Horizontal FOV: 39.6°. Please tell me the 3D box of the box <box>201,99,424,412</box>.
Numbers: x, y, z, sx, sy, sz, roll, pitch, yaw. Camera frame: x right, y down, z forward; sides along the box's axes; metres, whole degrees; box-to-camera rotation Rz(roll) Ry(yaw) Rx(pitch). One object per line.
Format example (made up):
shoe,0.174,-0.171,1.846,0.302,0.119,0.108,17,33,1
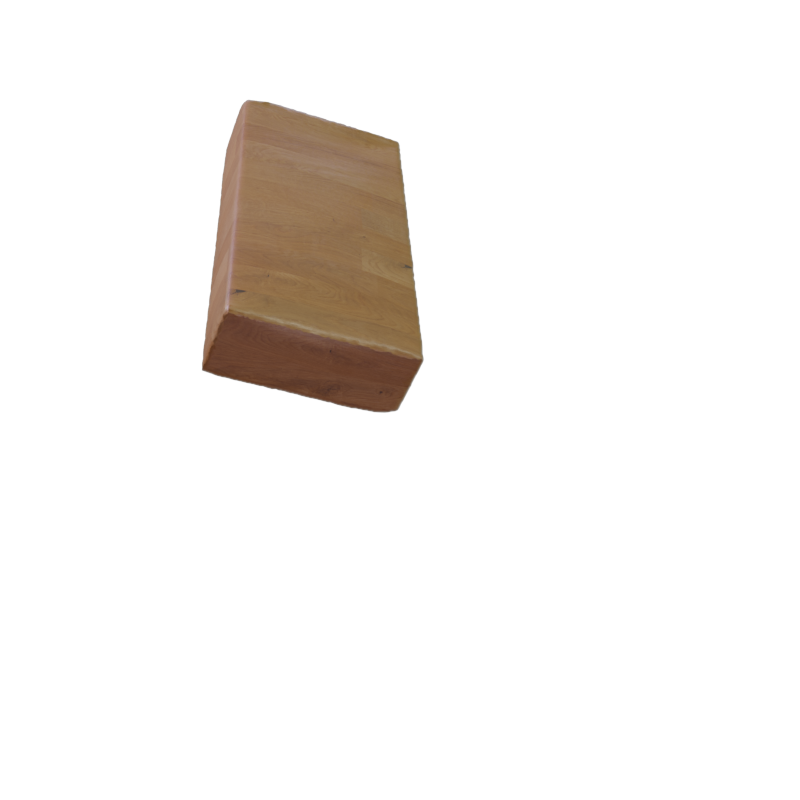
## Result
box,-0.043,-0.079,0.549,0.091,0.189,0.046,13,-48,-15
